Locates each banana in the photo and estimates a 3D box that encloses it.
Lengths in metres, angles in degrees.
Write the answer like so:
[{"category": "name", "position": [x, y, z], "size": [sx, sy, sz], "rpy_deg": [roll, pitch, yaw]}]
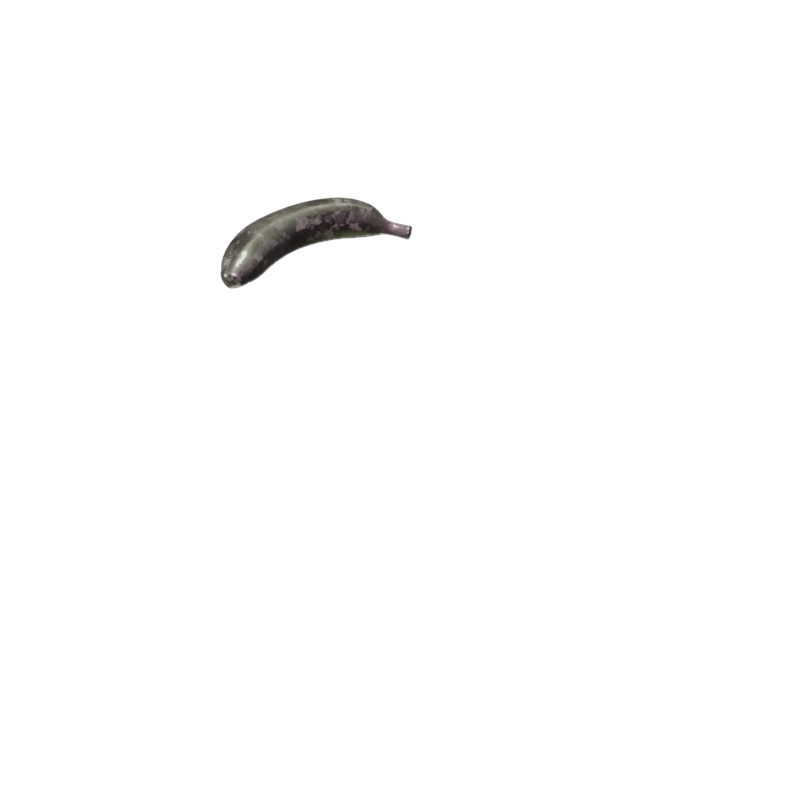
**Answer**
[{"category": "banana", "position": [-0.080, -0.134, 0.899], "size": [0.195, 0.035, 0.074], "rpy_deg": [-24, 35, -39]}]
